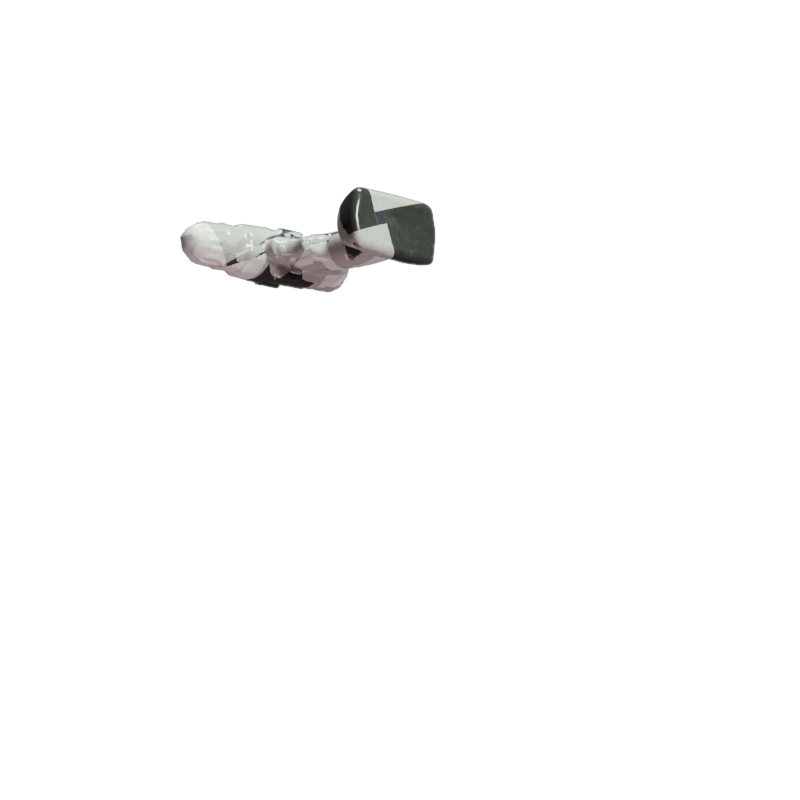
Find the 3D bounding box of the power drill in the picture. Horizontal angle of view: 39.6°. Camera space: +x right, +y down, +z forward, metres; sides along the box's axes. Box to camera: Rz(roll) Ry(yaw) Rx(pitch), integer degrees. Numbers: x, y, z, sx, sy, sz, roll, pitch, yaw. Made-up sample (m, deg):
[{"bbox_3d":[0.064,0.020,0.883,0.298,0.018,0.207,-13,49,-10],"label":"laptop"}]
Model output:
[{"bbox_3d":[-0.078,-0.142,0.992,0.176,0.059,0.193,5,-7,-43],"label":"power drill"}]
